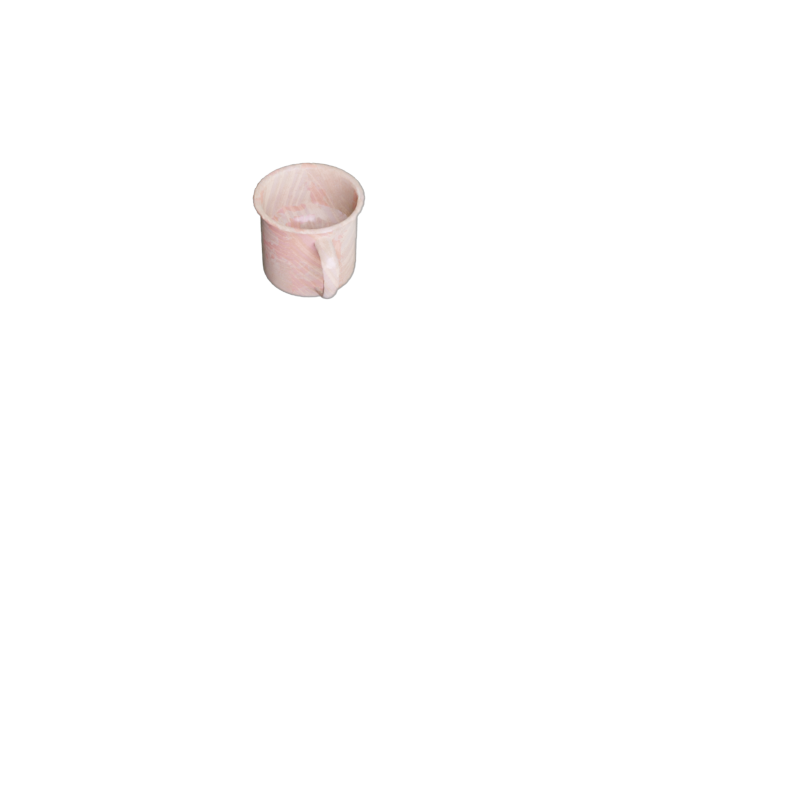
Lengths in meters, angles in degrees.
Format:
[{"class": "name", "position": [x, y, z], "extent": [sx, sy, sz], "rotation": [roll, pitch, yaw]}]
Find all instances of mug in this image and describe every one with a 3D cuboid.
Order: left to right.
[{"class": "mug", "position": [-0.073, -0.133, 0.934], "extent": [0.092, 0.076, 0.127], "rotation": [-14, 47, -15]}]
